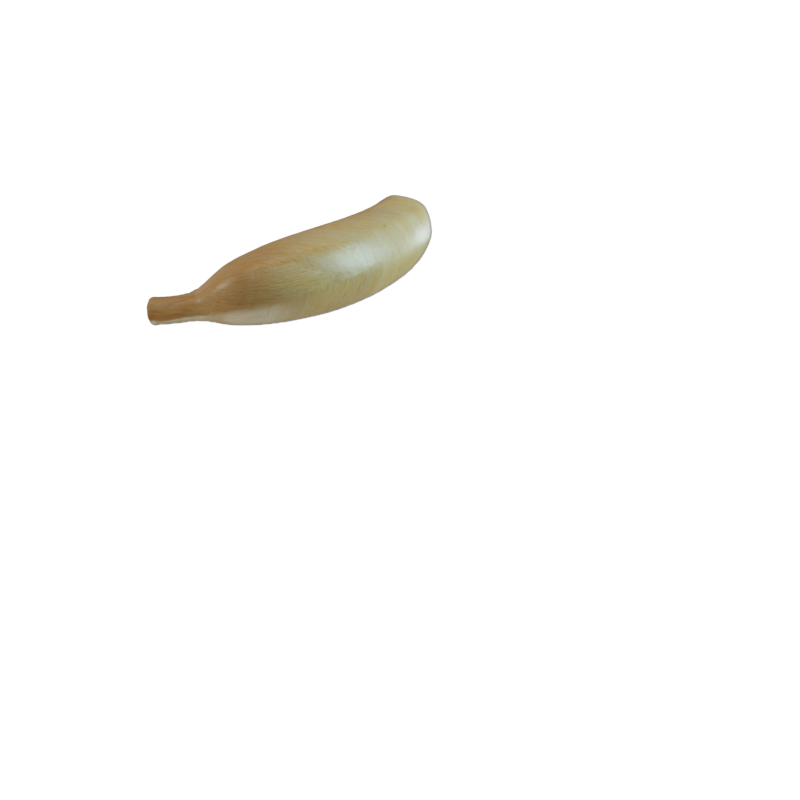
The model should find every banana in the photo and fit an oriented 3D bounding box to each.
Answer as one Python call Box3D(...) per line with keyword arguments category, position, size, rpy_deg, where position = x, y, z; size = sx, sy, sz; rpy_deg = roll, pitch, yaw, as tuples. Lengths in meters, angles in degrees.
Box3D(category="banana", position=(-0.029, -0.071, 0.525), size=(0.073, 0.035, 0.196), rpy_deg=(13, 25, 31))
